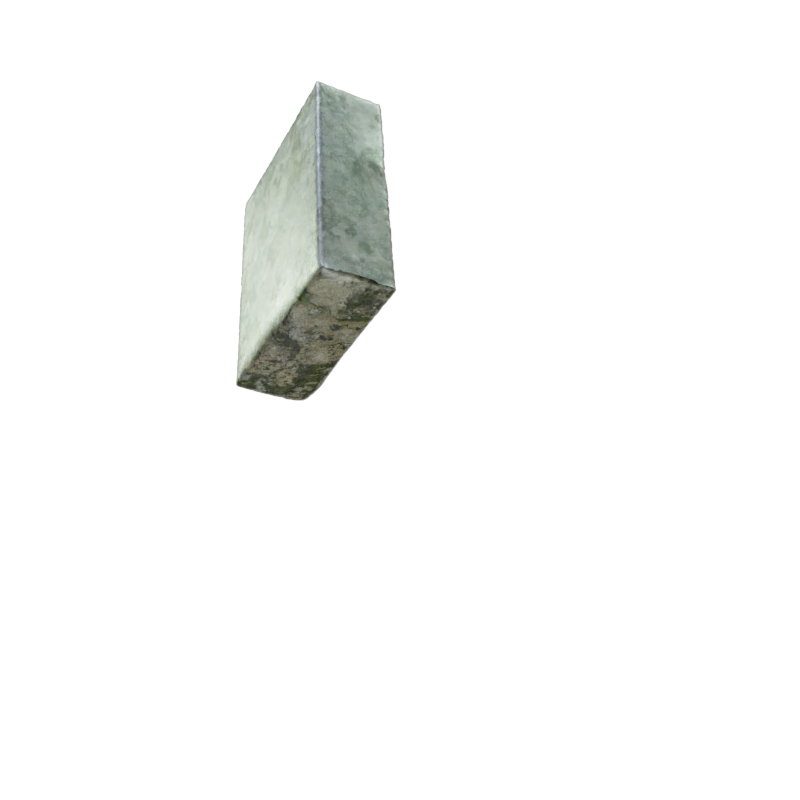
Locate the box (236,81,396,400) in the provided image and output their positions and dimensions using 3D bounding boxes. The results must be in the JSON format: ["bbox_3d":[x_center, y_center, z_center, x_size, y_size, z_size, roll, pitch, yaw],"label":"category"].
[{"bbox_3d":[-0.072,-0.132,0.925,0.069,0.229,0.159,17,-43,-23],"label":"box"}]
